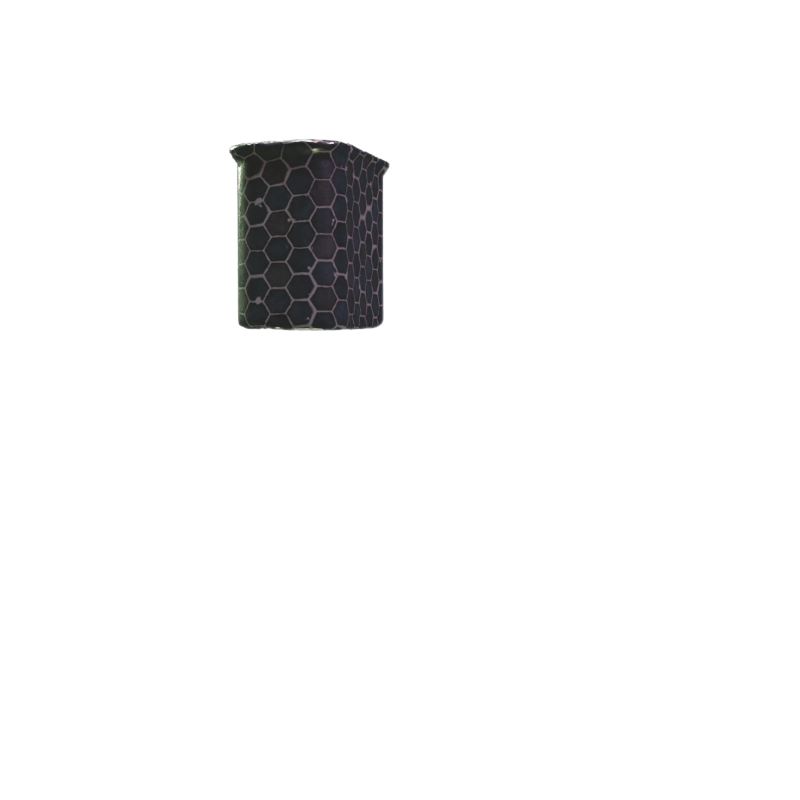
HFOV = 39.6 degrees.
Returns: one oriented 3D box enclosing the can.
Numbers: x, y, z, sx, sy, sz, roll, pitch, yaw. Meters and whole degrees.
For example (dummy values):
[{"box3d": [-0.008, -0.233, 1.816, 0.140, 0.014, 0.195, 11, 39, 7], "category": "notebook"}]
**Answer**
[{"box3d": [-0.042, -0.076, 0.532, 0.059, 0.084, 0.100, 0, 1, 16], "category": "can"}]
